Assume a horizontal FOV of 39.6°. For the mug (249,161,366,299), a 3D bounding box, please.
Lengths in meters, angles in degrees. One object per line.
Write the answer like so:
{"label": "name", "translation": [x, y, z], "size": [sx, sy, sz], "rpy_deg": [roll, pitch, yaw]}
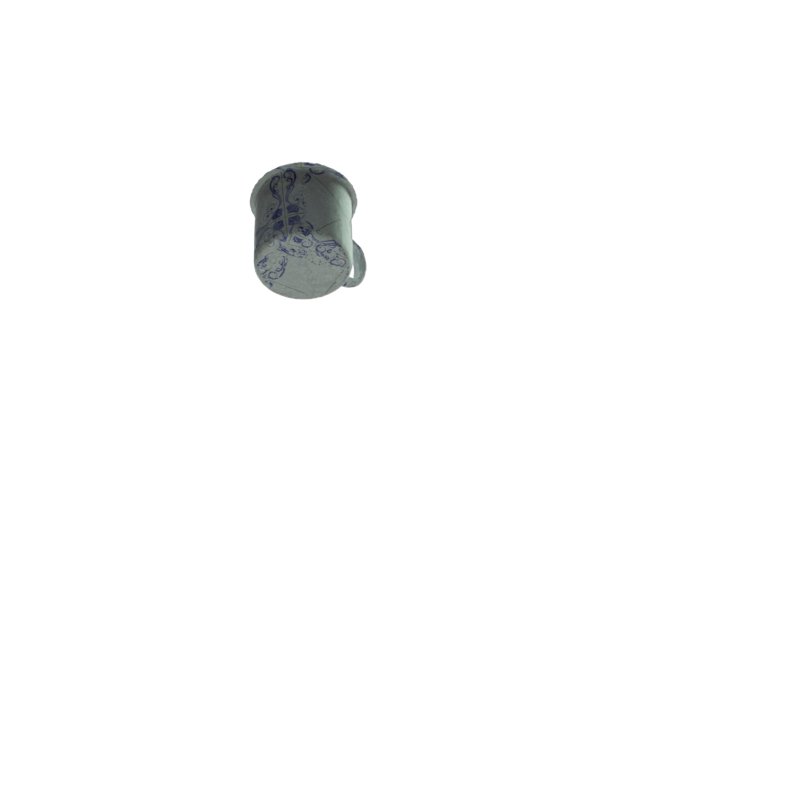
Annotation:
{"label": "mug", "translation": [-0.074, -0.134, 0.939], "size": [0.093, 0.087, 0.110], "rpy_deg": [-32, -49, 31]}
